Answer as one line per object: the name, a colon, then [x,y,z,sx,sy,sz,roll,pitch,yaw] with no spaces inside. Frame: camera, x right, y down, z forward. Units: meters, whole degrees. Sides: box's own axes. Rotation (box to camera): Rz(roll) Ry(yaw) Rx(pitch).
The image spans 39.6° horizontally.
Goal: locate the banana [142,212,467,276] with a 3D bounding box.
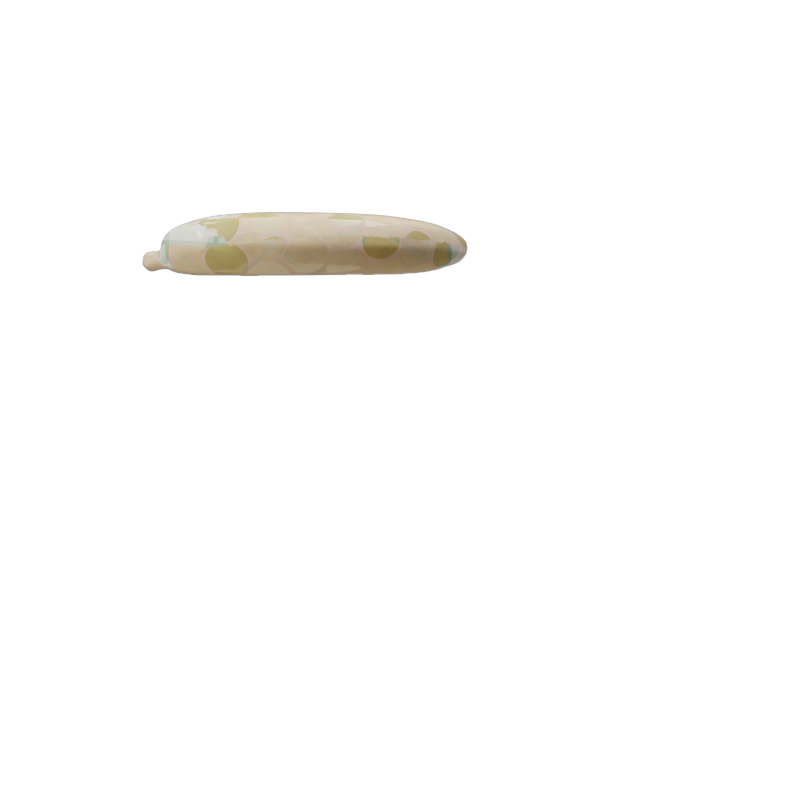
banana: [-0.053,-0.092,0.648,0.196,0.036,0.071,-1,9,-5]
